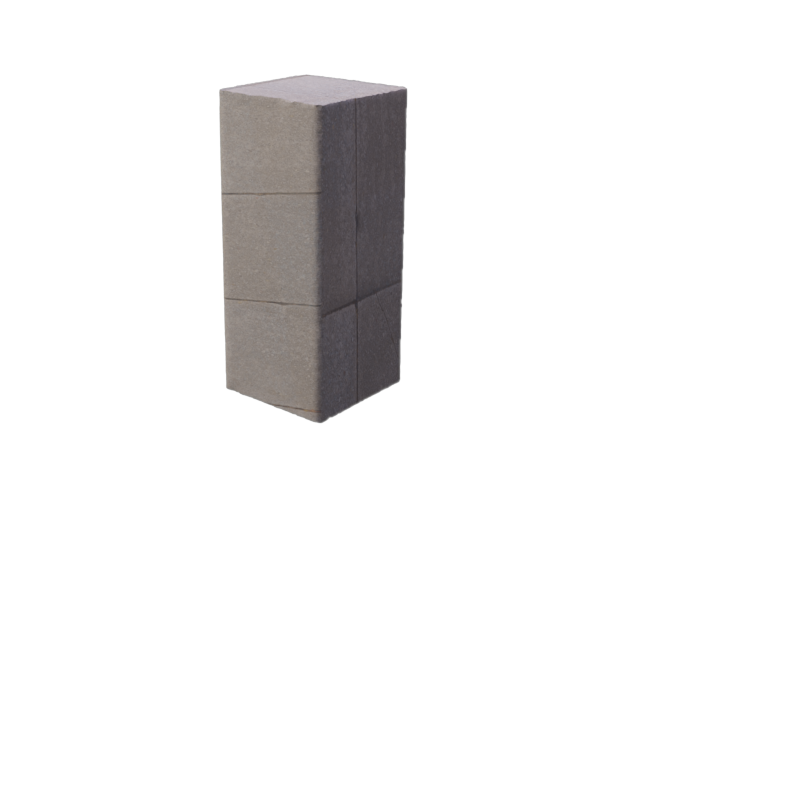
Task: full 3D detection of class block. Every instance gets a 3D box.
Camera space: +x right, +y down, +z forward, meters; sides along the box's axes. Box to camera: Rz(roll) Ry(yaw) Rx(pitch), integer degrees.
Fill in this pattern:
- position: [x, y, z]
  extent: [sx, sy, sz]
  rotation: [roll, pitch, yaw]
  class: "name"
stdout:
- position: [-0.058, -0.106, 0.738]
  extent: [0.095, 0.198, 0.090]
  rotation: [15, 24, 35]
  class: "block"
